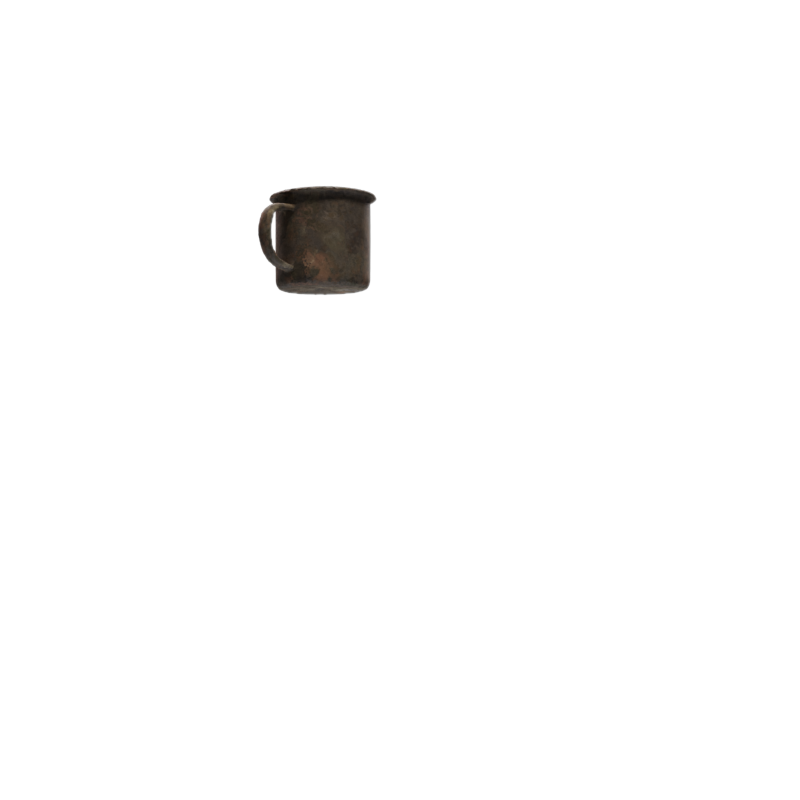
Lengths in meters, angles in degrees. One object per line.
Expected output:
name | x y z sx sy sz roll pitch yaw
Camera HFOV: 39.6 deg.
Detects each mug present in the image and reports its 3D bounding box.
mug | -0.074 -0.136 0.949 0.096 0.083 0.112 -5 -6 41
